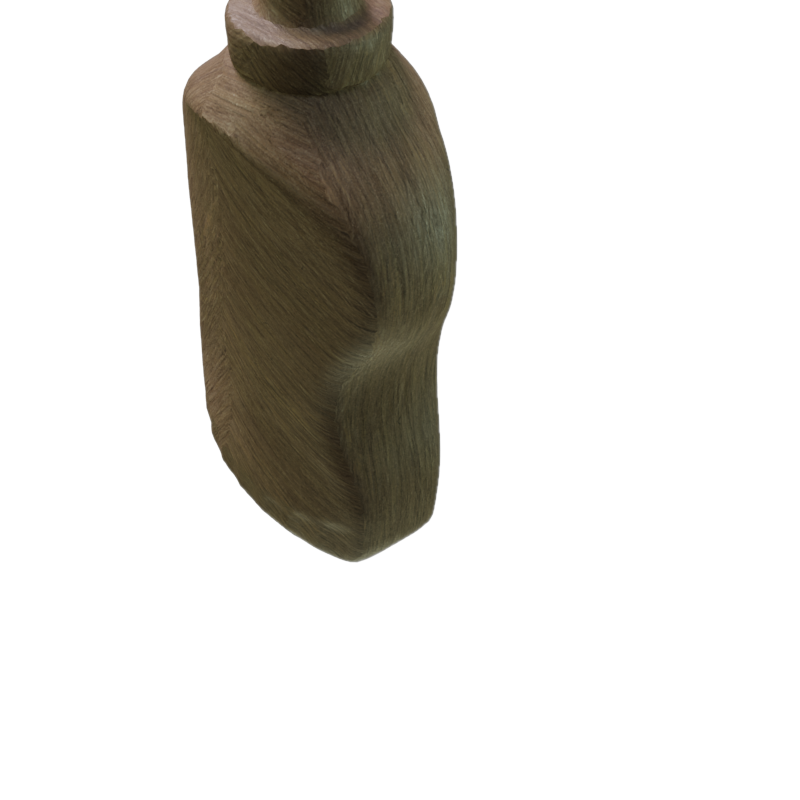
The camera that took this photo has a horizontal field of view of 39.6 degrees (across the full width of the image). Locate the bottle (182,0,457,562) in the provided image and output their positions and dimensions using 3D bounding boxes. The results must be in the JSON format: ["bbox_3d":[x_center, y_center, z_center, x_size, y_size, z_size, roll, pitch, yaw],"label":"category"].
[{"bbox_3d":[-0.025,-0.045,0.315,0.058,0.179,0.104,-23,50,-25],"label":"bottle"}]
